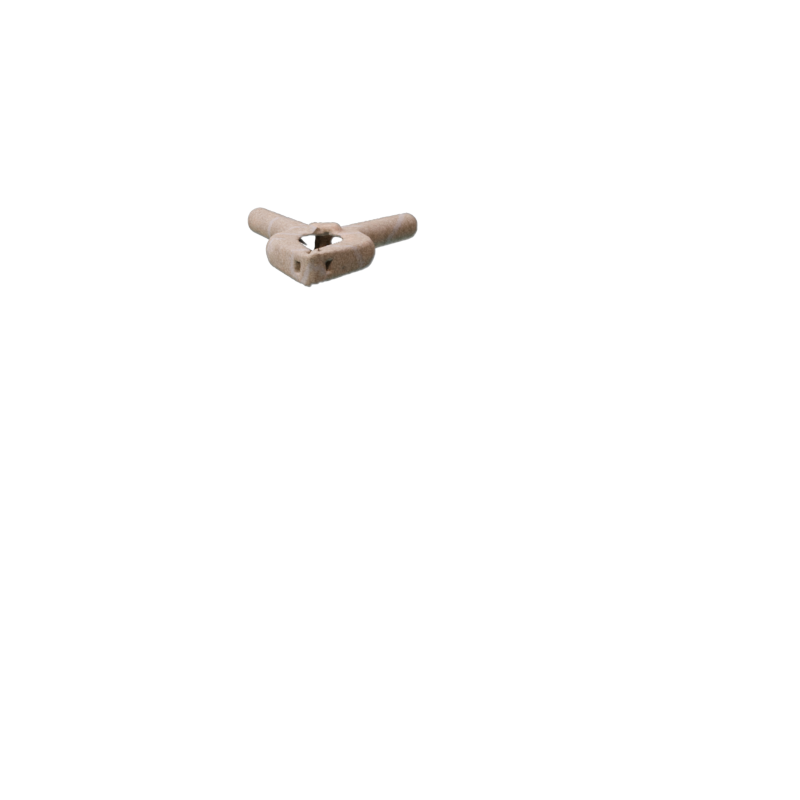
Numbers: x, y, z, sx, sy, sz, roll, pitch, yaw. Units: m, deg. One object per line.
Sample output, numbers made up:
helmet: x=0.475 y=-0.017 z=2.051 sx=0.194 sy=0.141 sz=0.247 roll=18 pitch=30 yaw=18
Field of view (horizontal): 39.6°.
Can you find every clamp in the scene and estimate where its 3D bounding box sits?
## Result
clamp: x=-0.078 y=-0.143 z=0.998 sx=0.167 sy=0.035 sz=0.215 roll=3 pitch=20 yaw=9
